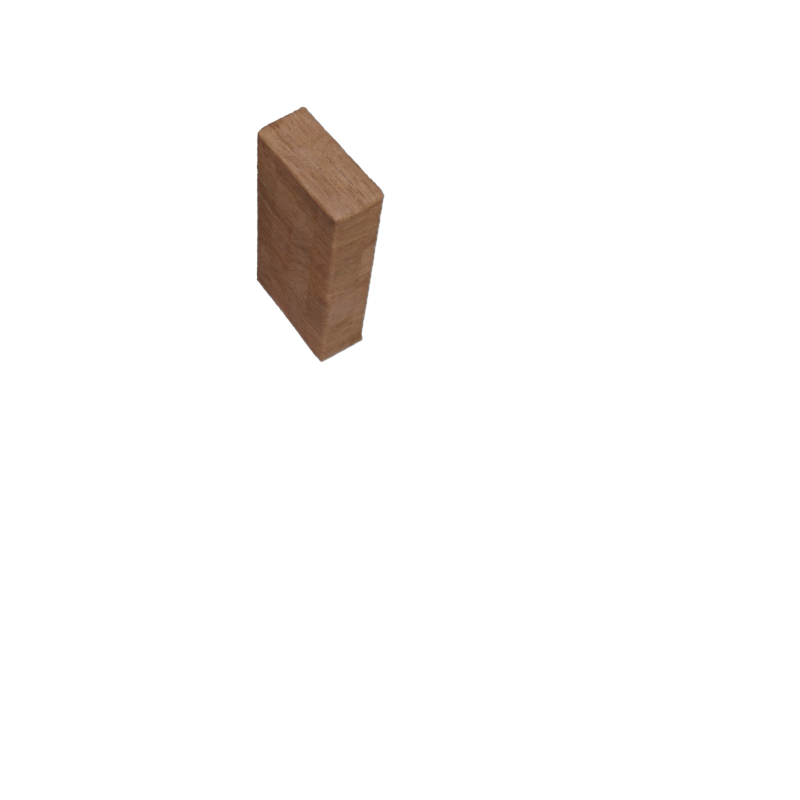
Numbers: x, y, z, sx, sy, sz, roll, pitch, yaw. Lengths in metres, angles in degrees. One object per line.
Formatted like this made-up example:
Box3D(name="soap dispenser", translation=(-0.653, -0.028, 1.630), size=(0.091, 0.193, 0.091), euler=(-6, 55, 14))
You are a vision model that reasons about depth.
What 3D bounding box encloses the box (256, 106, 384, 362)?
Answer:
Box3D(name="box", translation=(-0.061, -0.111, 0.774), size=(0.048, 0.099, 0.165), euler=(-30, -24, -19))
